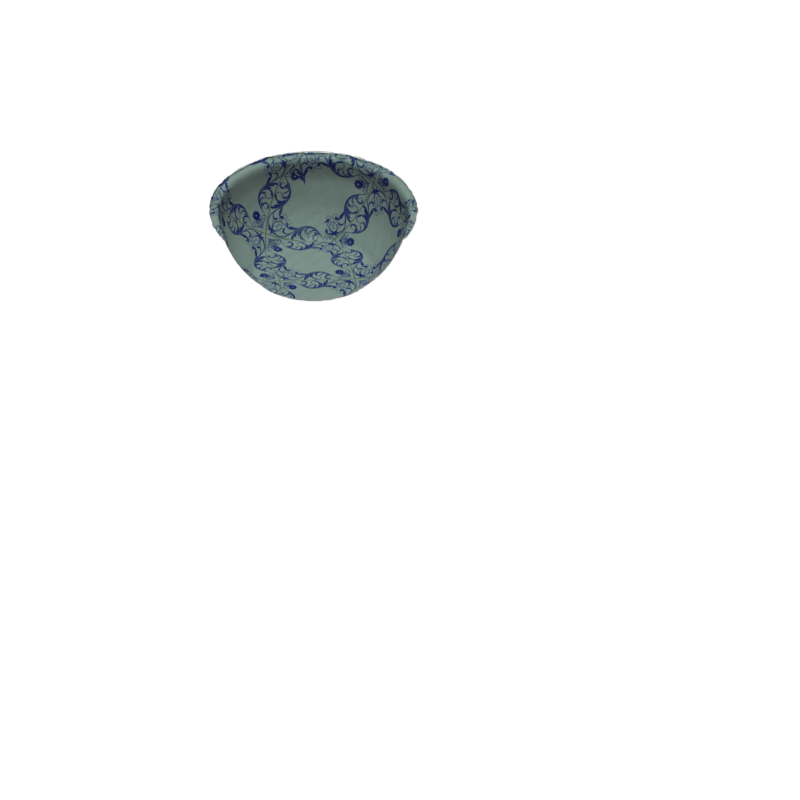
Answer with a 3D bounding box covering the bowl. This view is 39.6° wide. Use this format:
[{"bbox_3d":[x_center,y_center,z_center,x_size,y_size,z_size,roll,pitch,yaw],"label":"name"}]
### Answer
[{"bbox_3d":[-0.066,-0.121,0.848,0.162,0.058,0.153,1,-27,-2],"label":"bowl"}]
